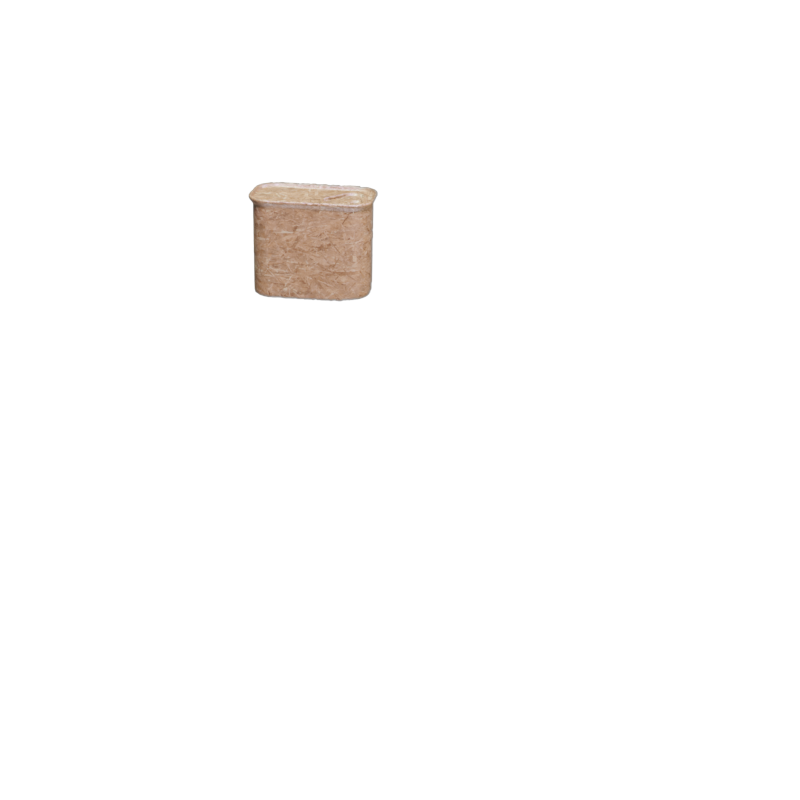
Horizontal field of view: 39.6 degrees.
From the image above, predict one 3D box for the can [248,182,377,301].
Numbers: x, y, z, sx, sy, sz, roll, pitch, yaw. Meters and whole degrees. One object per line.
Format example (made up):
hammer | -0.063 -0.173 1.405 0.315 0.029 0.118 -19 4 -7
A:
can | -0.071 -0.129 0.907 0.103 0.080 0.059 4 21 8
